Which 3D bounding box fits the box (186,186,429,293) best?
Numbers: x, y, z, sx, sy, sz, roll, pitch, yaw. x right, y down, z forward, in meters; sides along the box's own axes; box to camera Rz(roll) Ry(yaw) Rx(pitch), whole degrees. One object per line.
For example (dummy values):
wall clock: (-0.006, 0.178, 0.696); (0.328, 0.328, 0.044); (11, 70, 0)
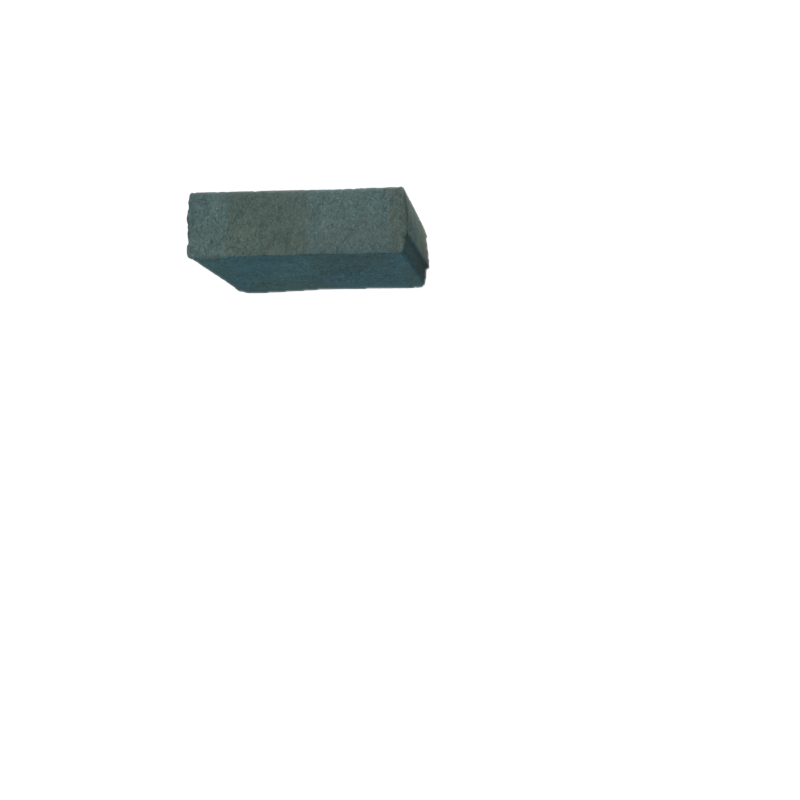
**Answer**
box: (-0.046, -0.084, 0.586); (0.115, 0.040, 0.086); (-1, -8, 10)
